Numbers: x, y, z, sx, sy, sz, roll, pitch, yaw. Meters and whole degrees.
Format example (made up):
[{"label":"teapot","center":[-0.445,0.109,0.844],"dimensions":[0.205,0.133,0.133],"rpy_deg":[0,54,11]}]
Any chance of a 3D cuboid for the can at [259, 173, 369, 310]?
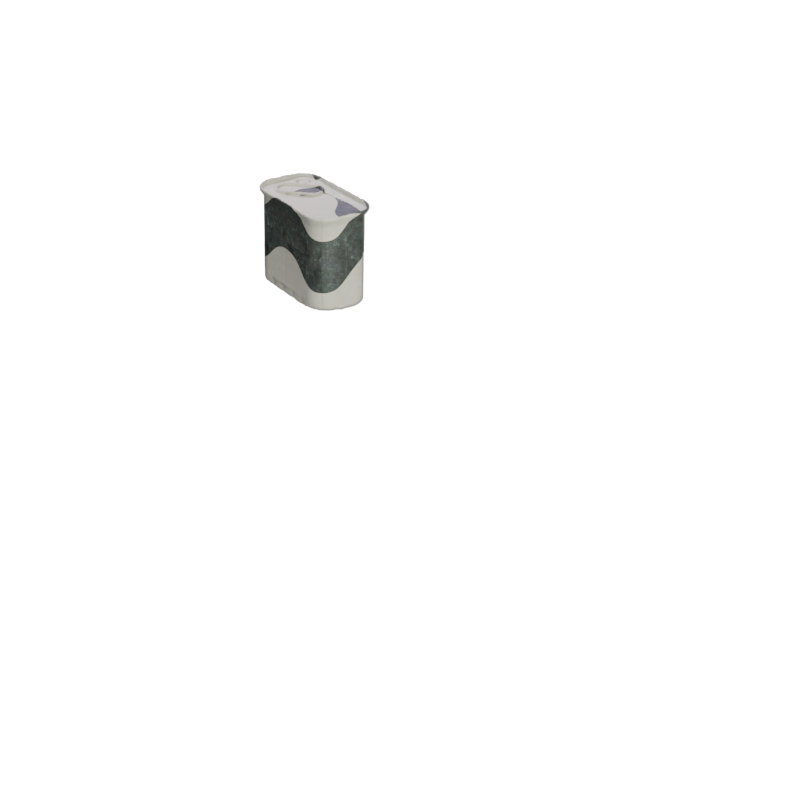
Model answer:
[{"label":"can","center":[-0.072,-0.130,0.912],"dimensions":[0.056,0.079,0.109],"rpy_deg":[-17,33,-31]}]
